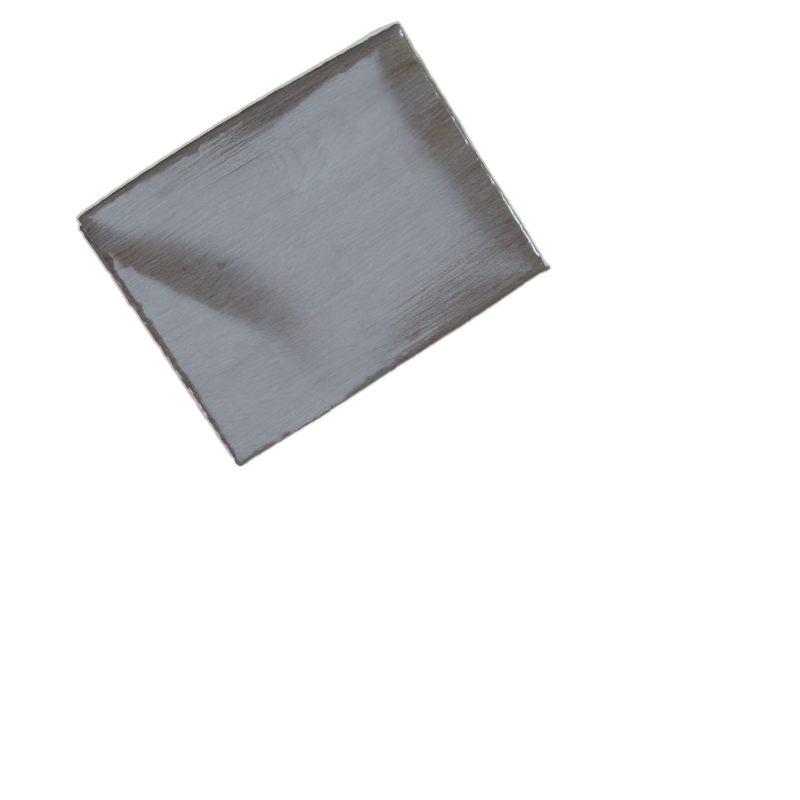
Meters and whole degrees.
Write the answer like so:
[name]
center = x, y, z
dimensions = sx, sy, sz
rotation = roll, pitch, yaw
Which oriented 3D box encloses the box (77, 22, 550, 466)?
[box]
center = -0.027, -0.048, 0.338
dimensions = 0.113, 0.089, 0.040
rotation = -32, 6, 3
